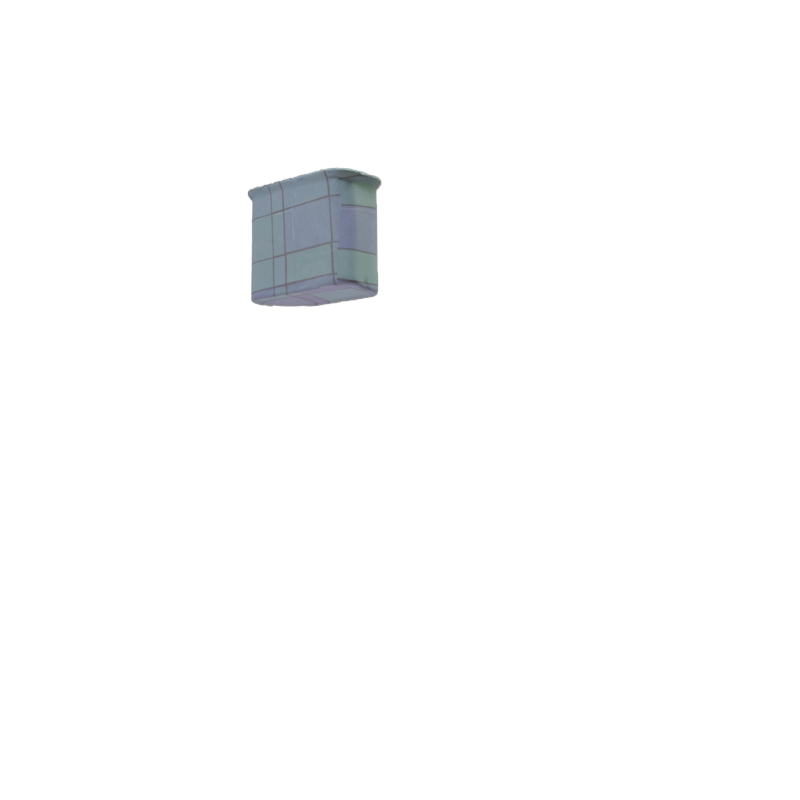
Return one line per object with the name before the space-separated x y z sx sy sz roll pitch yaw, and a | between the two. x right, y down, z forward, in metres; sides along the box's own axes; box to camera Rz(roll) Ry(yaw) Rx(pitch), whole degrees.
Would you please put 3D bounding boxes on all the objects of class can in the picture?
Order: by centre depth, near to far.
can | -0.063 -0.114 0.801 0.105 0.086 0.054 -8 -13 39
